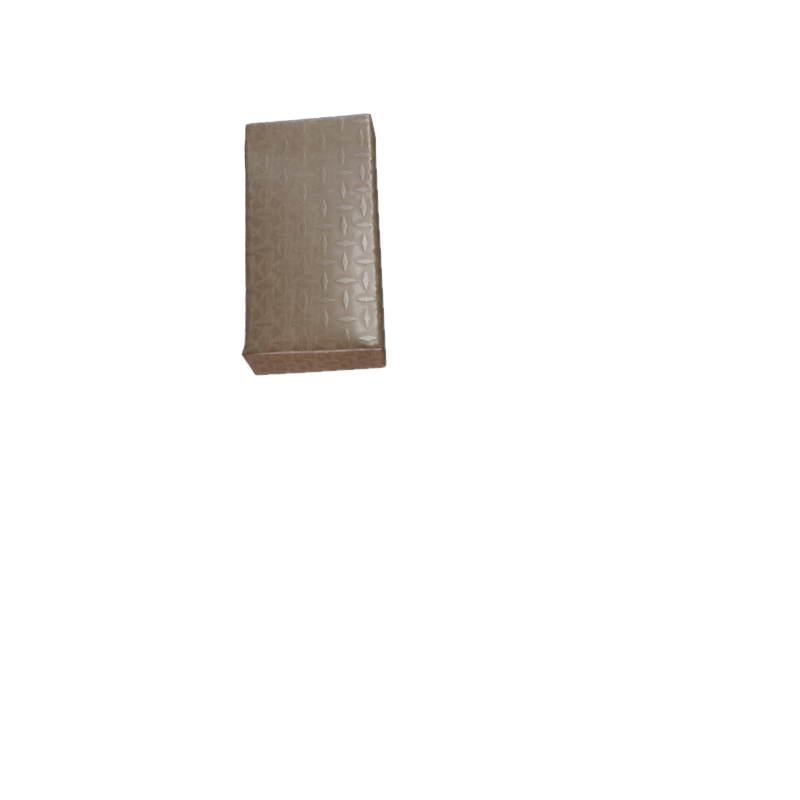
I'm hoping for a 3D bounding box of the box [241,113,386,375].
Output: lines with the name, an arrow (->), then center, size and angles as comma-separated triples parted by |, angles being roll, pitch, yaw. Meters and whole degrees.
box -> -0.059, -0.109, 0.762 | 0.094, 0.186, 0.045 | -4, -25, 5
